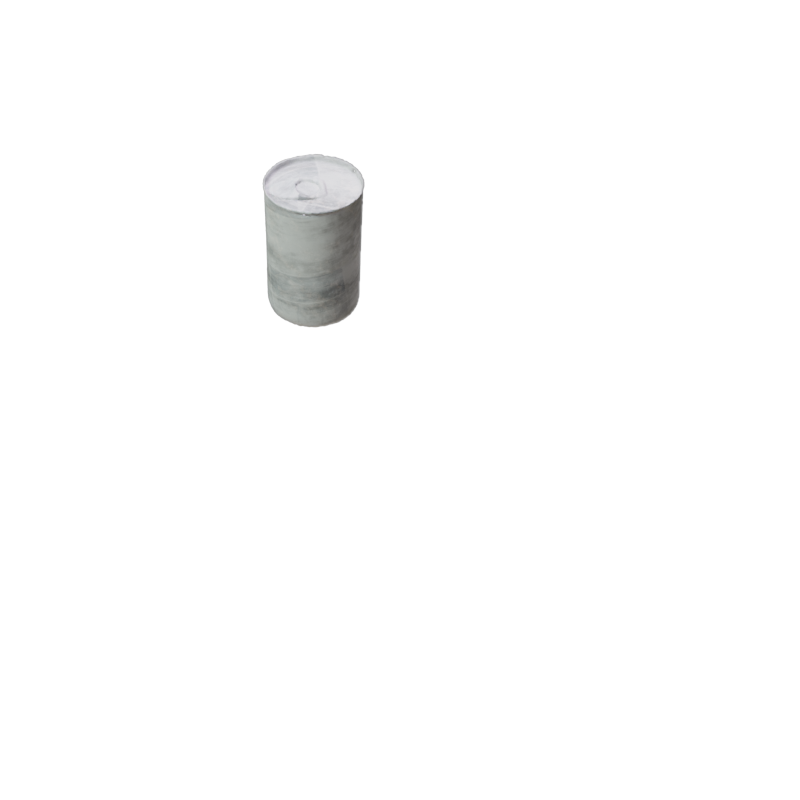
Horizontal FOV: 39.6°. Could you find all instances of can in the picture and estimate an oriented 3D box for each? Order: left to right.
[{"bbox_3d":[-0.060,-0.110,0.769,0.068,0.095,0.073,0,42,-3],"label":"can"}]
